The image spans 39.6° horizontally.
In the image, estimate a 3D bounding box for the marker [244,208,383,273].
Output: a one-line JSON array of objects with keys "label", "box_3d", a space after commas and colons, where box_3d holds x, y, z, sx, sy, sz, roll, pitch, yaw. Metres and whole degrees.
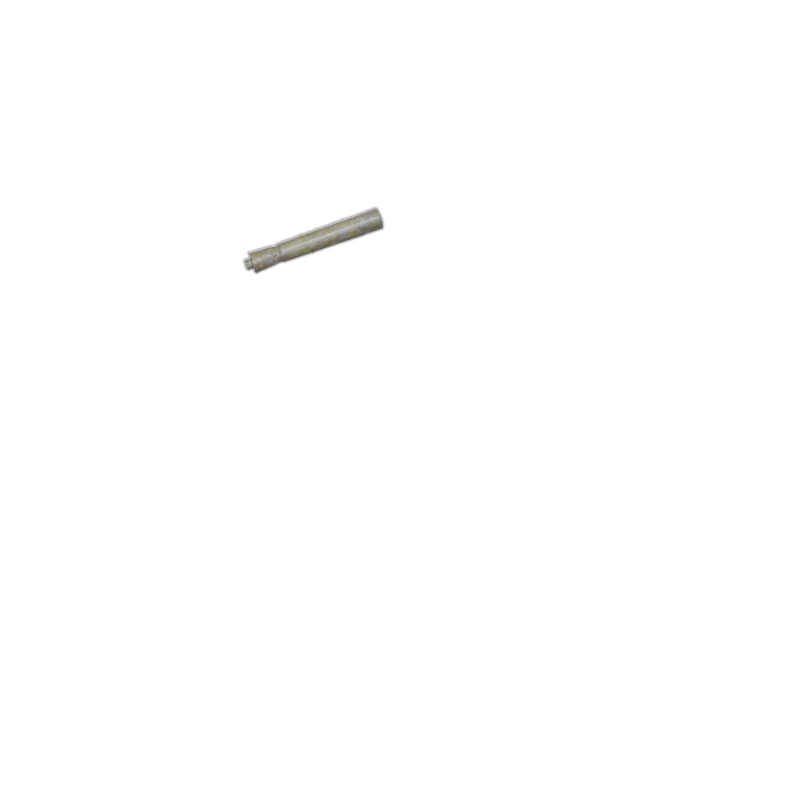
[{"label": "marker", "box_3d": [-0.073, -0.133, 0.934, 0.120, 0.020, 0.020, -20, 7, -6]}]
